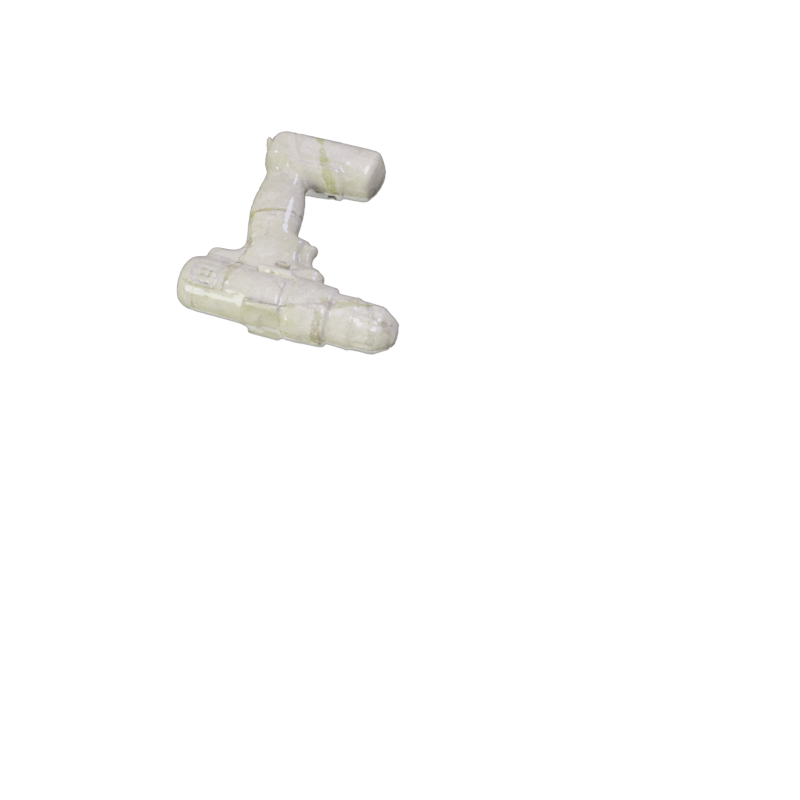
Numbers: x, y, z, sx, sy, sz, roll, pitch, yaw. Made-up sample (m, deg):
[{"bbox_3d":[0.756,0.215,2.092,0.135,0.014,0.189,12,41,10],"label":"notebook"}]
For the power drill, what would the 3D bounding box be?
[{"bbox_3d":[-0.073,-0.132,0.927,0.188,0.197,0.054,14,-33,9],"label":"power drill"}]
